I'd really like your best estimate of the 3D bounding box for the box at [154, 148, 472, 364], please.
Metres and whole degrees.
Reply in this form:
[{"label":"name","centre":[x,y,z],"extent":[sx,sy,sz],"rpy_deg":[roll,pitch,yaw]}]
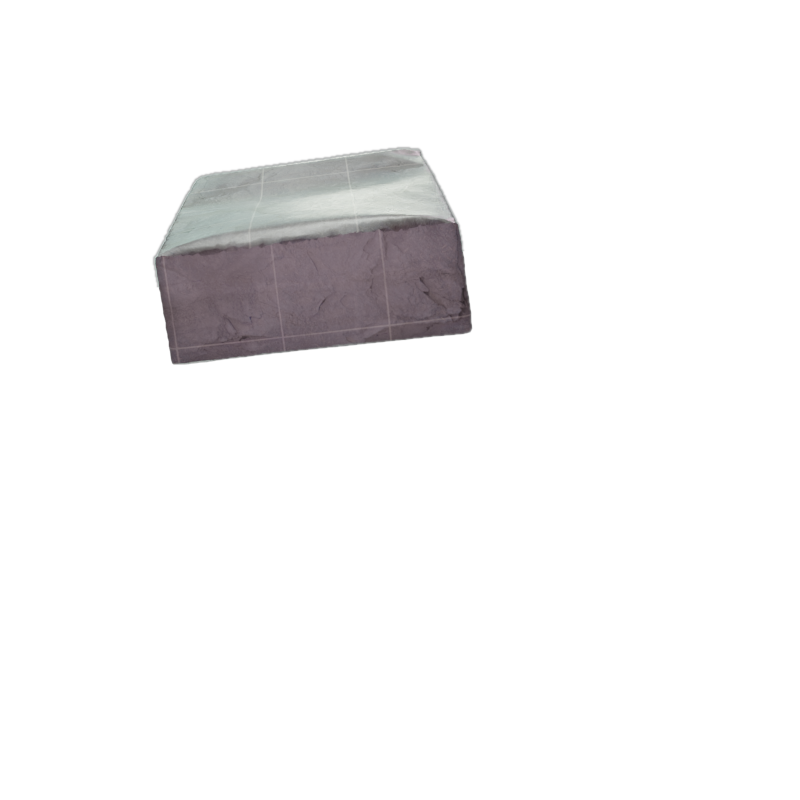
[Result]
[{"label":"box","centre":[-0.053,-0.097,0.683],"extent":[0.164,0.069,0.224],"rpy_deg":[-7,22,0]}]
